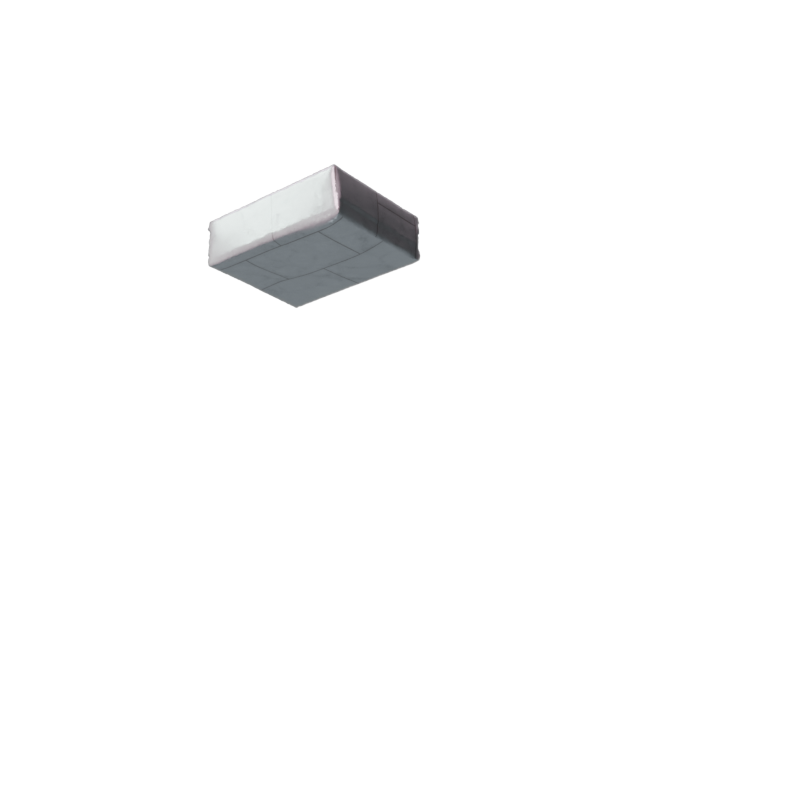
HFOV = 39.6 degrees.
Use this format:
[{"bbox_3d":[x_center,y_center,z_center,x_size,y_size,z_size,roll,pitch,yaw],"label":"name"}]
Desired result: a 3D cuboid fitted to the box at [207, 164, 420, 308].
[{"bbox_3d":[-0.057,-0.105,0.733,0.115,0.041,0.084,-15,-25,35],"label":"box"}]
